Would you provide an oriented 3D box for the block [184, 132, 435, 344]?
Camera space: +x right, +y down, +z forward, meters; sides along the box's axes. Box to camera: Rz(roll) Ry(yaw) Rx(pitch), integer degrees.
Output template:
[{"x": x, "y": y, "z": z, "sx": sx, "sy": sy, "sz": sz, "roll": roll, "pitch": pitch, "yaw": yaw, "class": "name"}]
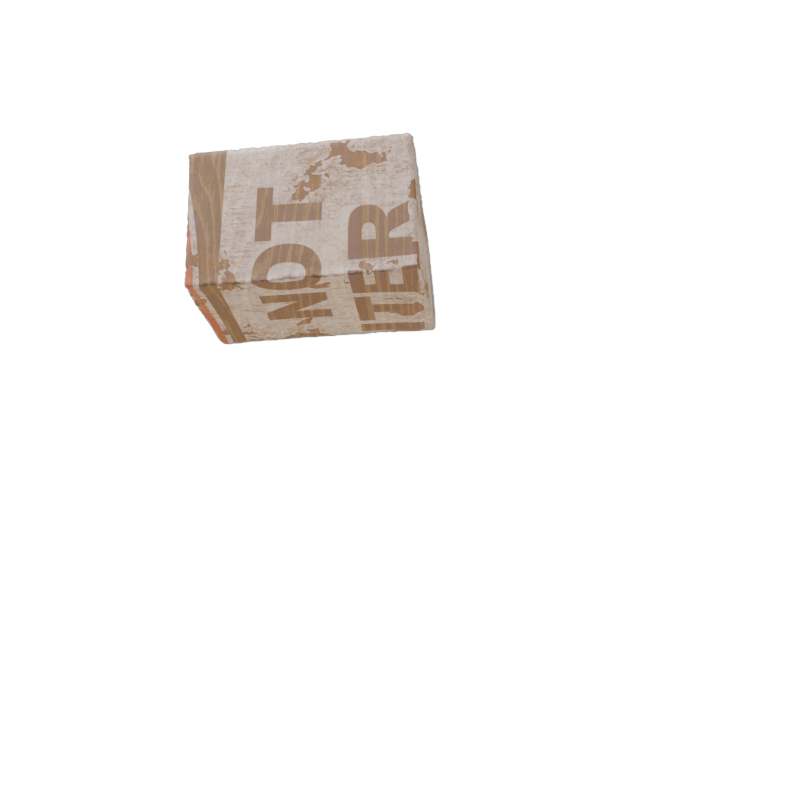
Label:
[{"x": -0.030, "y": -0.054, "z": 0.378, "sx": 0.079, "sy": 0.054, "sz": 0.049, "roll": -3, "pitch": -23, "yaw": 7, "class": "block"}]
